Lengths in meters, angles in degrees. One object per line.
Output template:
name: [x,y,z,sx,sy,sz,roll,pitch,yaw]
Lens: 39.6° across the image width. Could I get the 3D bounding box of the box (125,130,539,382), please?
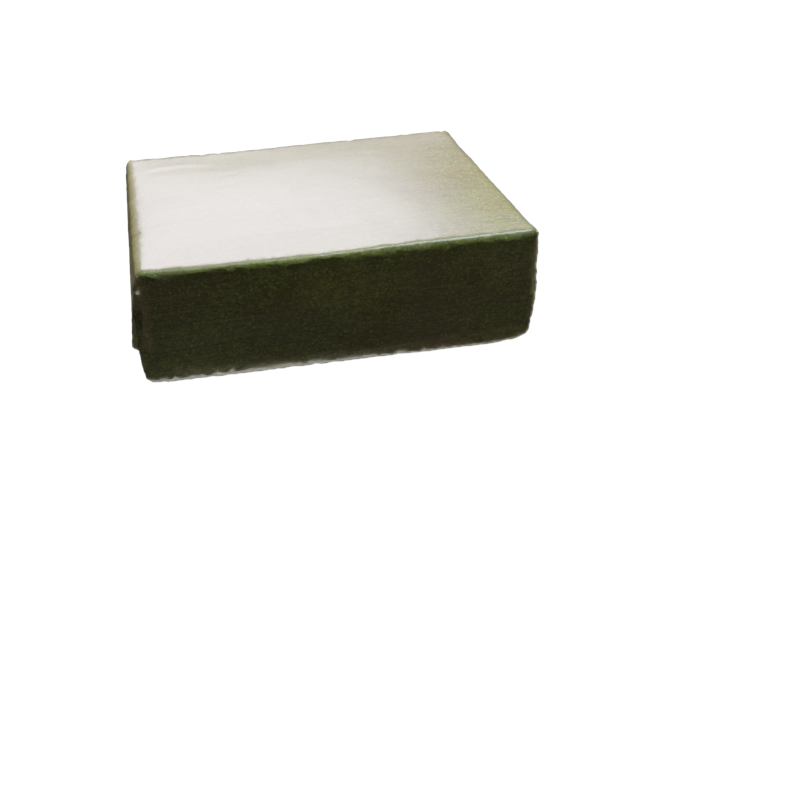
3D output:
box: [-0.027,-0.048,0.339,0.112,0.037,0.096,-6,31,-10]
